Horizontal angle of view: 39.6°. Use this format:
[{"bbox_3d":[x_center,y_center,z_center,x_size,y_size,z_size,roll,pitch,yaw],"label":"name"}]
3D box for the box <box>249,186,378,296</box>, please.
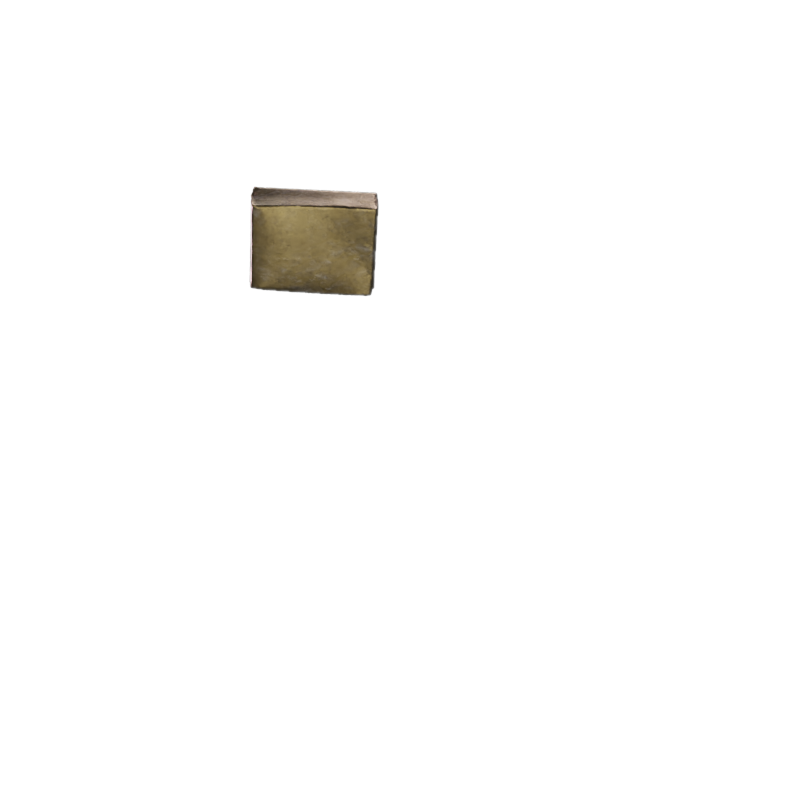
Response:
[{"bbox_3d":[-0.077,-0.141,0.989,0.113,0.085,0.041,2,30,-2],"label":"box"}]
